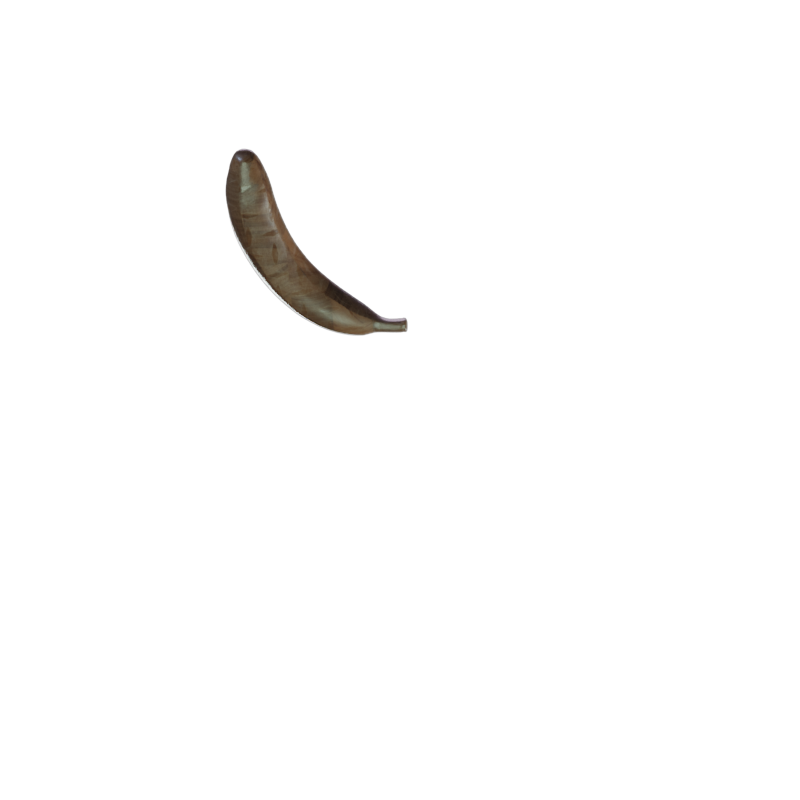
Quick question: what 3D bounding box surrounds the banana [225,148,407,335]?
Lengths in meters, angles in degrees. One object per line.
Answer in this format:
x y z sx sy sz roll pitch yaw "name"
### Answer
-0.077 -0.106 0.827 0.069 0.039 0.185 -32 -58 22 "banana"
